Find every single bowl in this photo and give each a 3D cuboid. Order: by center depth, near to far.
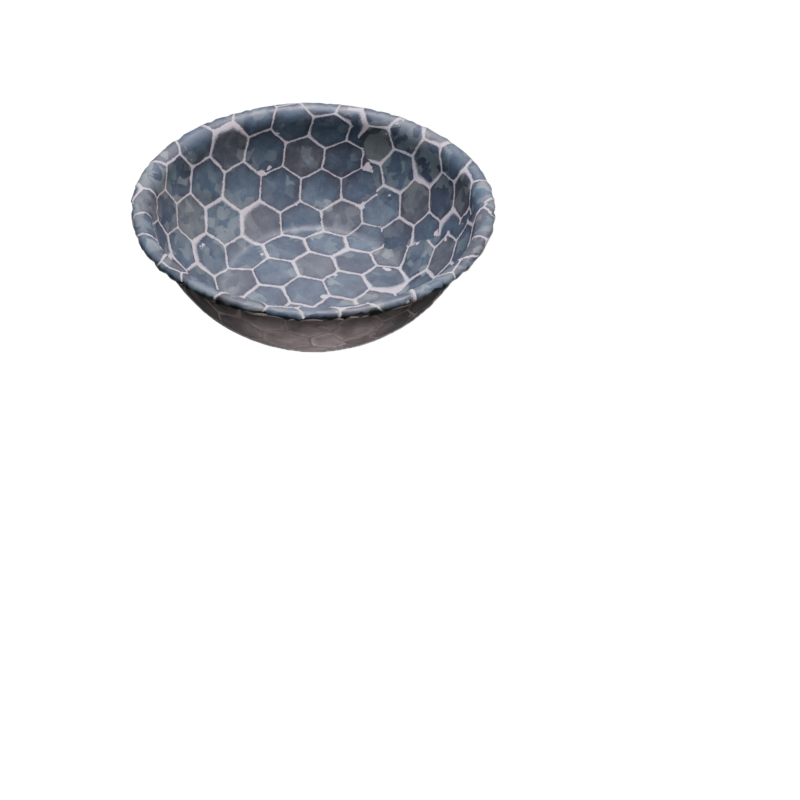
[{"bbox_3d":[-0.040,-0.073,0.510,0.162,0.051,0.174,-1,43,-1],"label":"bowl"}]
